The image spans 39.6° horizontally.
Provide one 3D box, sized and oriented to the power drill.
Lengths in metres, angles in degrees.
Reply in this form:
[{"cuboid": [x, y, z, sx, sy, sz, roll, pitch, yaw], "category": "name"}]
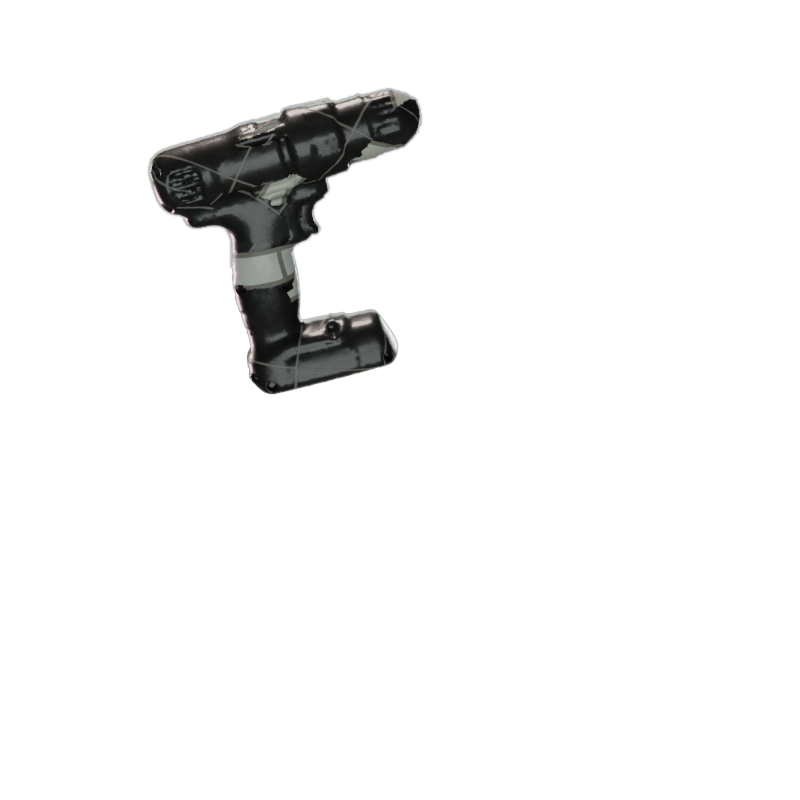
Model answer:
[{"cuboid": [-0.059, -0.108, 0.758, 0.185, 0.179, 0.060, -14, 18, 4], "category": "power drill"}]
